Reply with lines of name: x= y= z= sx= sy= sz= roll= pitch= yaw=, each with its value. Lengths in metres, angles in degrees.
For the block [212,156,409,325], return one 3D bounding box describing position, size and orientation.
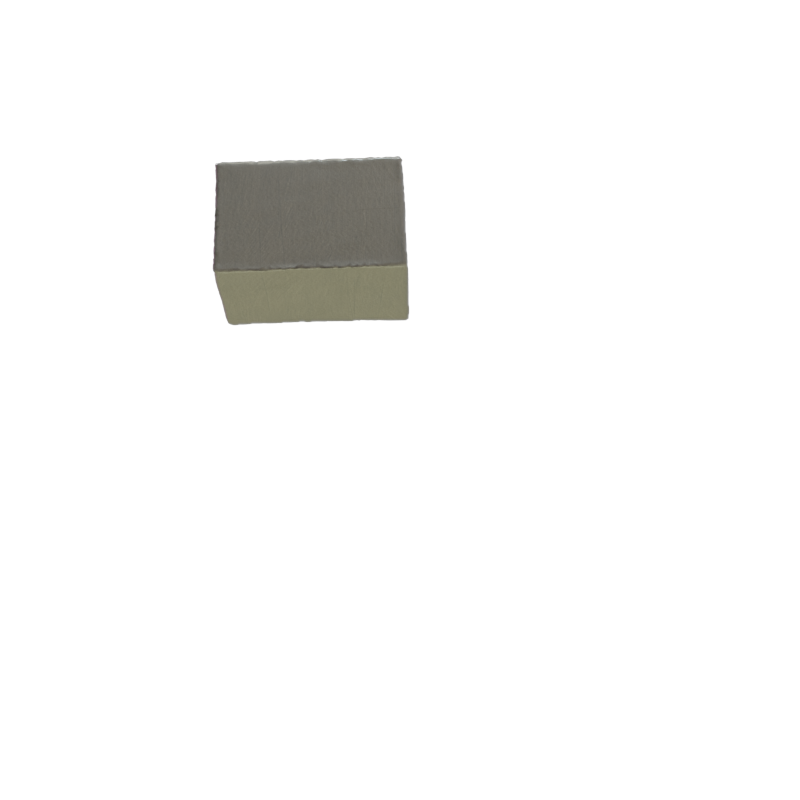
block: x=-0.036 y=-0.065 z=0.456 sx=0.078 sy=0.054 sz=0.050 roll=-1 pitch=-24 yaw=1
